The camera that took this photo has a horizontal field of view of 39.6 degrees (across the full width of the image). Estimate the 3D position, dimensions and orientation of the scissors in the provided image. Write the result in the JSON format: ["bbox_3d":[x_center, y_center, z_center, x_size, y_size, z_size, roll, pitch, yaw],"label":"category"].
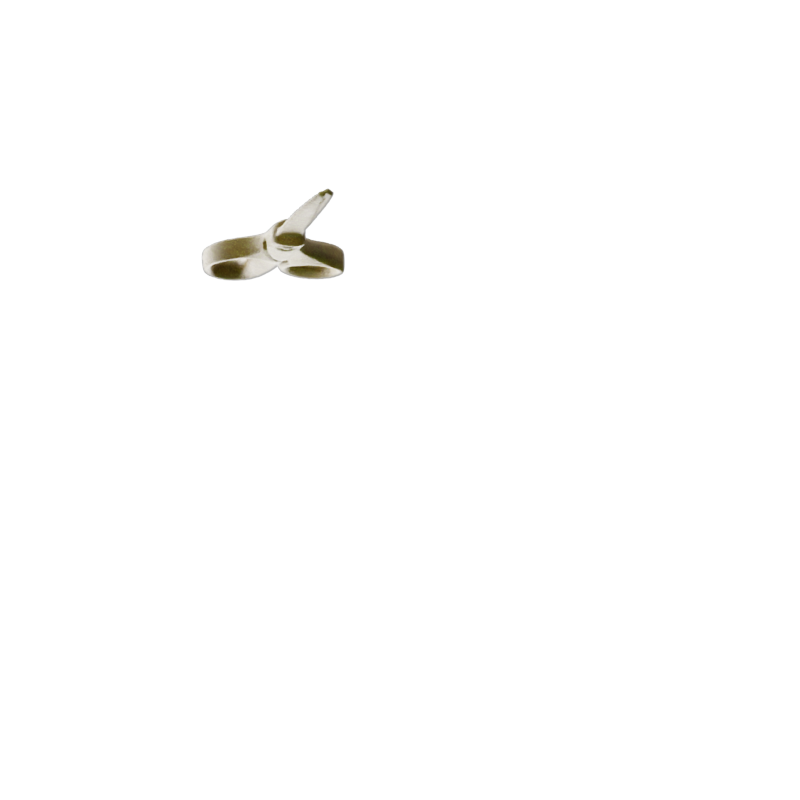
[{"bbox_3d":[-0.049,-0.089,0.626,0.093,0.016,0.205,2,-5,-31],"label":"scissors"}]
